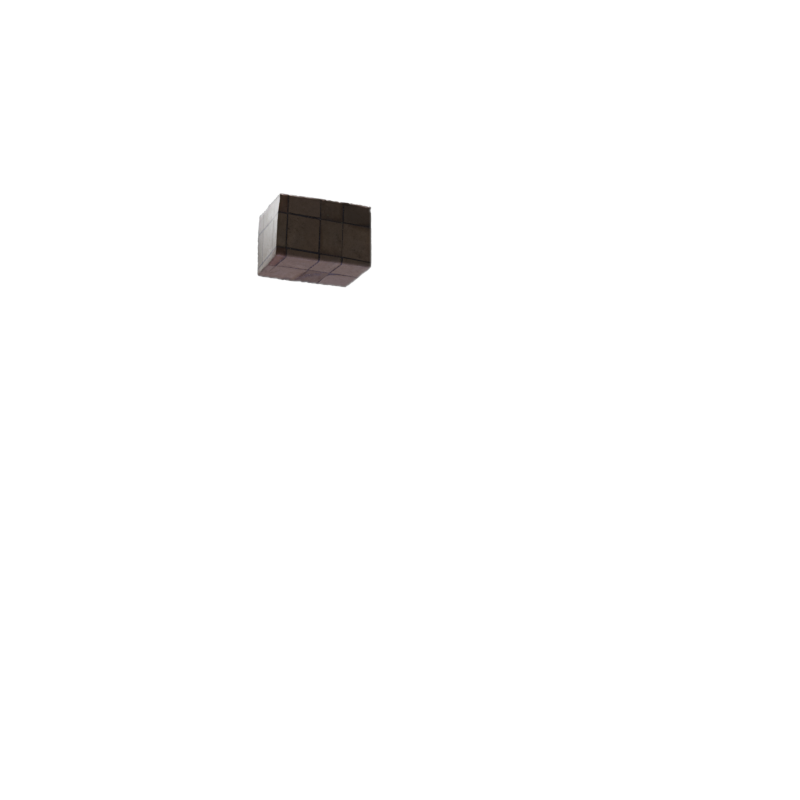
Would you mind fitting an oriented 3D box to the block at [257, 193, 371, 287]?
[{"bbox_3d":[-0.067,-0.123,0.860,0.075,0.054,0.052,6,-18,-22],"label":"block"}]
